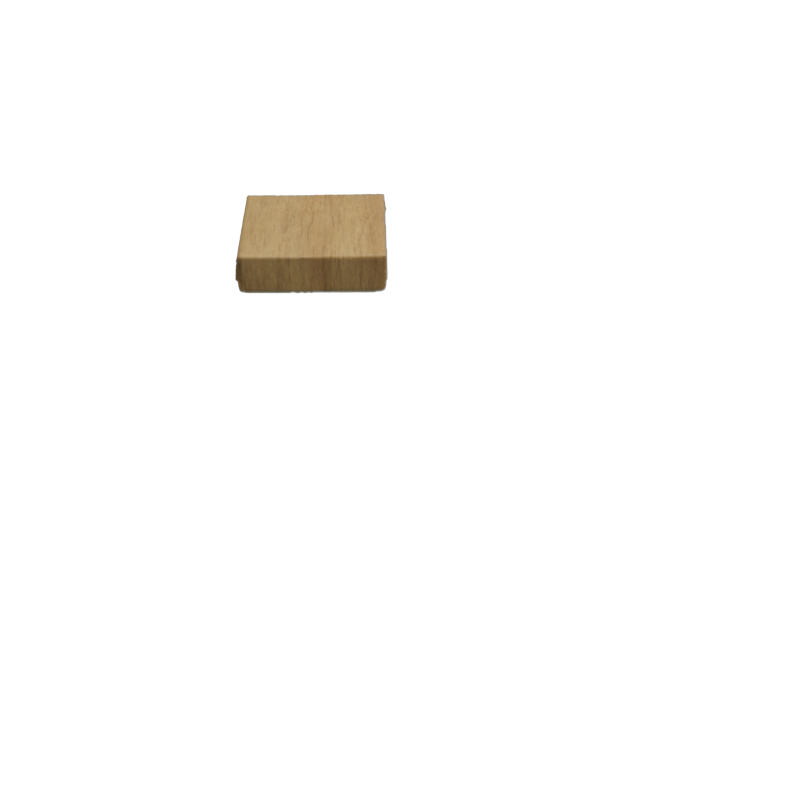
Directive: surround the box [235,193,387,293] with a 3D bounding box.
[{"bbox_3d":[-0.067,-0.122,0.853,0.114,0.036,0.096,0,39,0],"label":"box"}]
